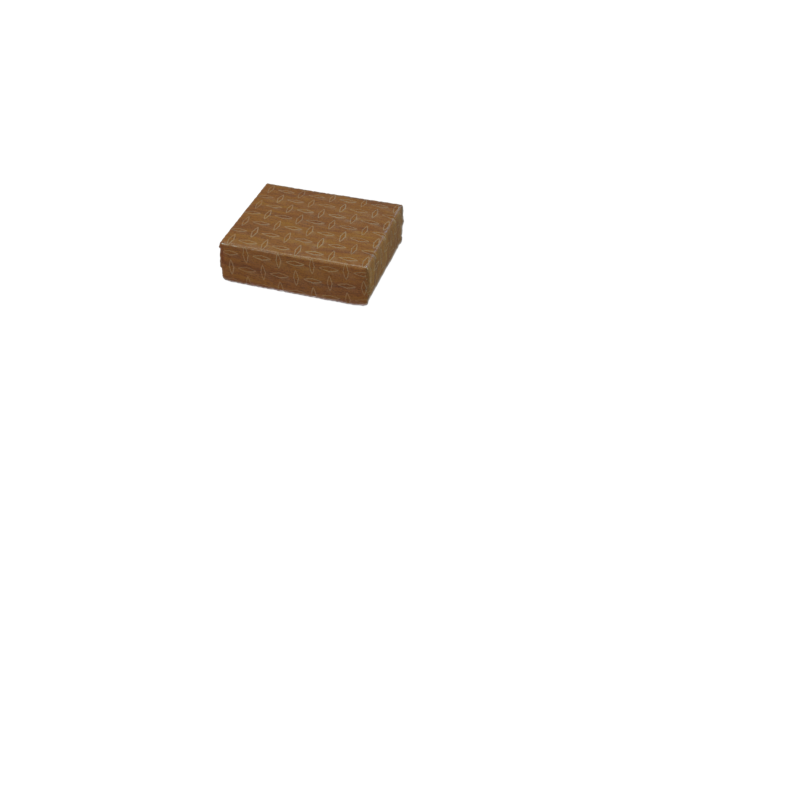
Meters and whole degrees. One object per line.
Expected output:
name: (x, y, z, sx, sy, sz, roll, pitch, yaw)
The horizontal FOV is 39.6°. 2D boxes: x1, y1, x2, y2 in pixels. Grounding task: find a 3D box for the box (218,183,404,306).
box: (-0.063, -0.115, 0.809, 0.117, 0.036, 0.094, 12, 41, 14)
